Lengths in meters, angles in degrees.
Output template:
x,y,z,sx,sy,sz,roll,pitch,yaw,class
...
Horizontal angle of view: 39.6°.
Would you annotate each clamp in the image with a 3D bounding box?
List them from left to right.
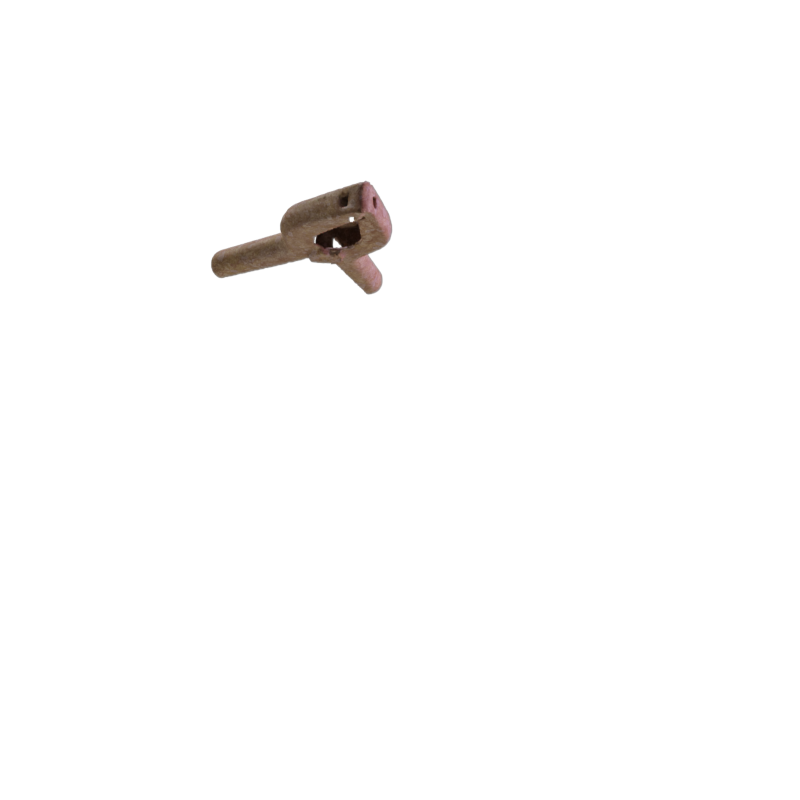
x,y,z,sx,sy,sz,roll,pitch,yaw,class
-0.075,-0.137,0.961,0.162,0.038,0.205,3,-14,-12,clamp
